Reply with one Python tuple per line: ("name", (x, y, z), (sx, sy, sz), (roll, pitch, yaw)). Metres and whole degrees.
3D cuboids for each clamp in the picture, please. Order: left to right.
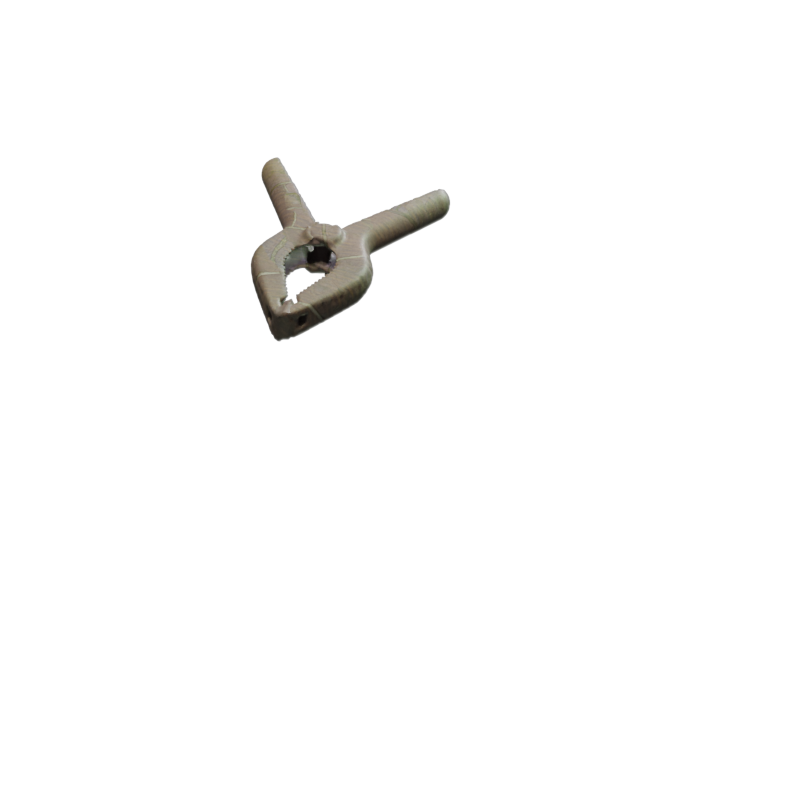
("clamp", (-0.069, -0.126, 0.884), (0.170, 0.034, 0.218), (15, 44, 17))
